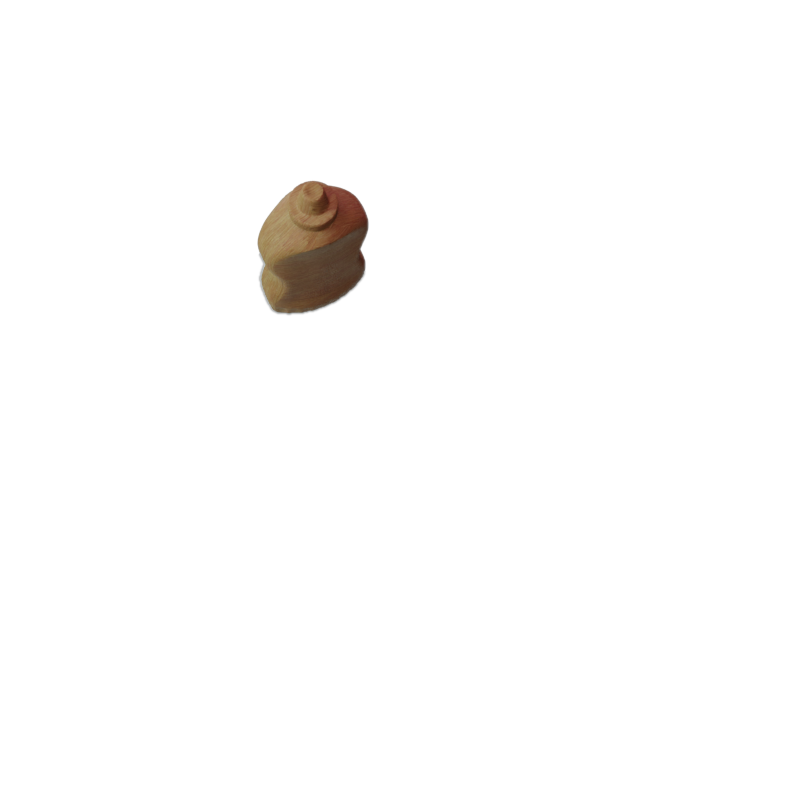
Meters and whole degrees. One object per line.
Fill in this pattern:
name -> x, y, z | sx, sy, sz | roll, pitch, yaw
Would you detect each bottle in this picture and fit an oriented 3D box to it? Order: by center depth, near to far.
bottle -> -0.075, -0.137, 0.955 | 0.096, 0.061, 0.183 | -21, -14, -10
